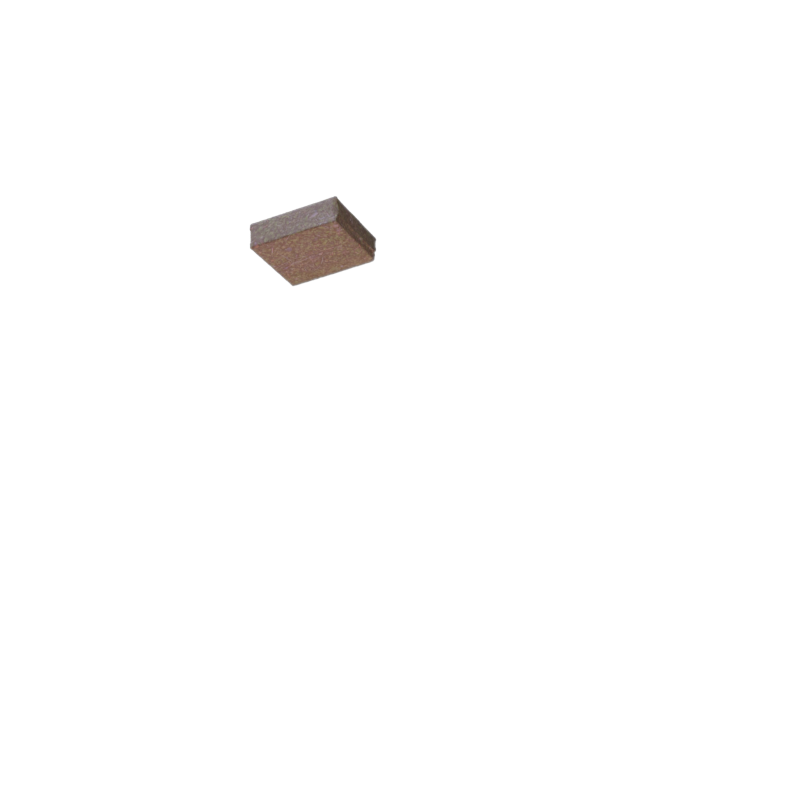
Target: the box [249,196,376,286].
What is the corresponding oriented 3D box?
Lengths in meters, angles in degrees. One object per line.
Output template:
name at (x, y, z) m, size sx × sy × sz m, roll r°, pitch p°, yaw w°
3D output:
box at (-0.076, -0.139, 0.977) m, size 0.090 × 0.032 × 0.068 m, roll -15°, pitch -32°, yaw 25°
